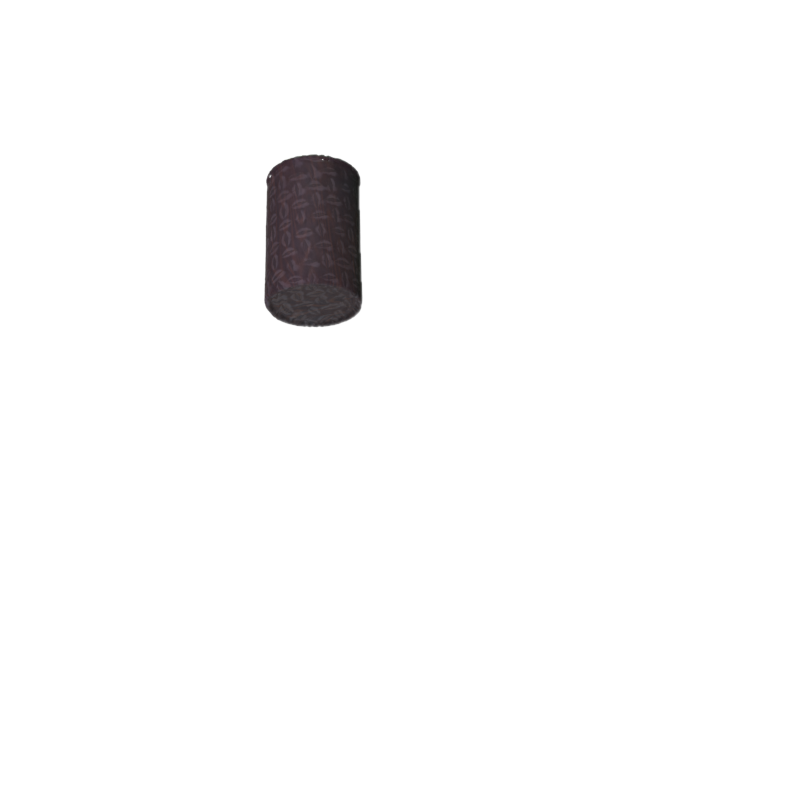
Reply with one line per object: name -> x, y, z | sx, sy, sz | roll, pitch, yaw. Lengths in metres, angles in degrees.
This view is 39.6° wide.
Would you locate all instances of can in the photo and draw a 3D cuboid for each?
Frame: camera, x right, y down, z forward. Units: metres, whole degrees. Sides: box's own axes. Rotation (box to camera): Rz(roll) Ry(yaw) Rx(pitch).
can -> -0.061, -0.110, 0.773 | 0.068, 0.109, 0.065 | 0, -27, -2
